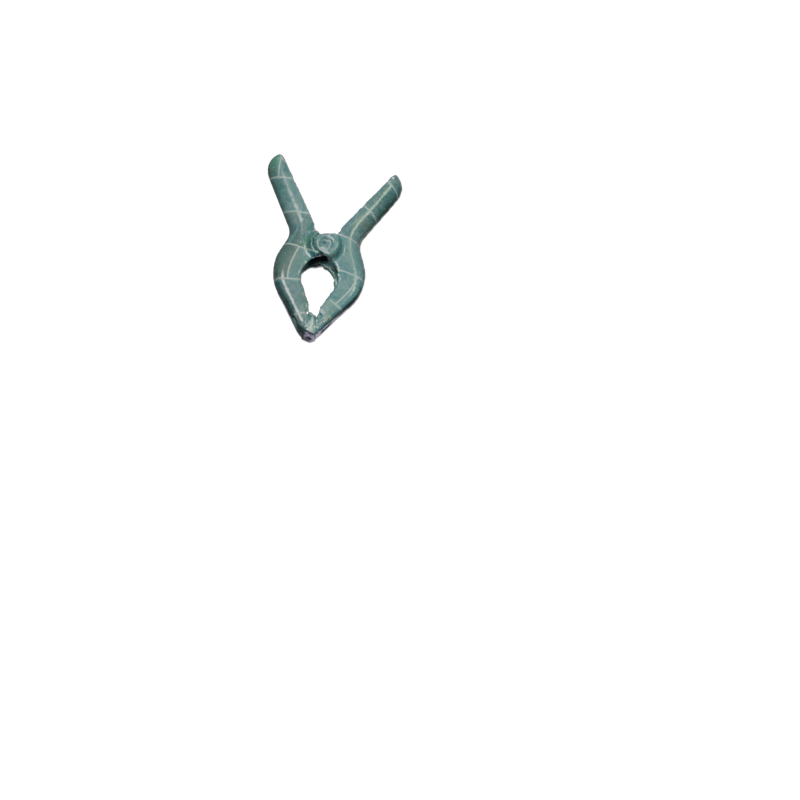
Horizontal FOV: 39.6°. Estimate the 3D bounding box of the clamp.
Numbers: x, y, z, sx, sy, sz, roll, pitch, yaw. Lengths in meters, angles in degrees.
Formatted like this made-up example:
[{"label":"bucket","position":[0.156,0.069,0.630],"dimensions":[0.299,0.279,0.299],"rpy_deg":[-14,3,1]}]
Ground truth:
[{"label":"clamp","position":[-0.076,-0.138,0.966],"dimensions":[0.122,0.179,0.037],"rpy_deg":[14,-25,6]}]
